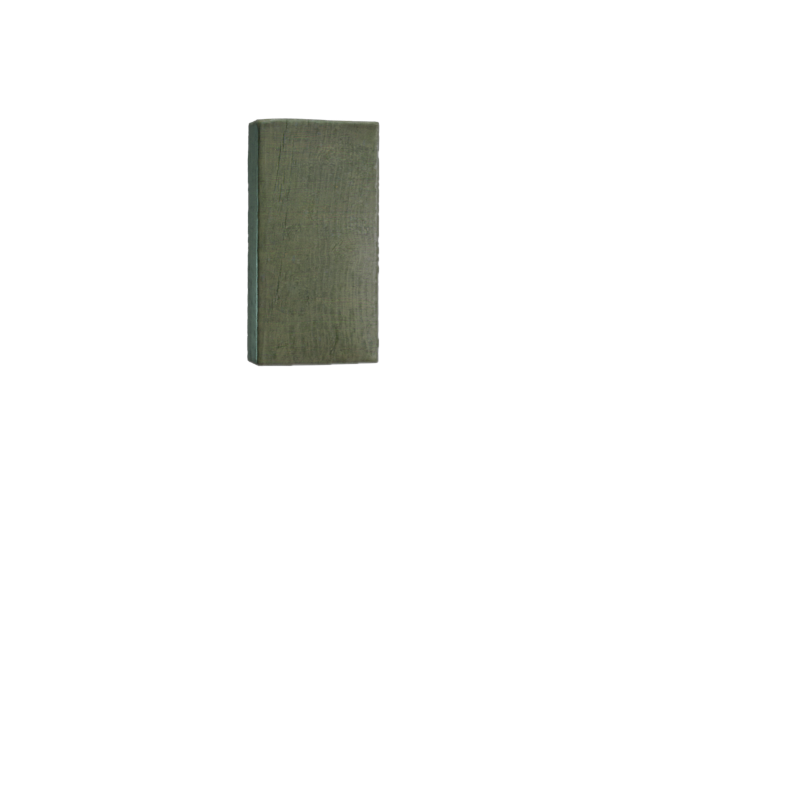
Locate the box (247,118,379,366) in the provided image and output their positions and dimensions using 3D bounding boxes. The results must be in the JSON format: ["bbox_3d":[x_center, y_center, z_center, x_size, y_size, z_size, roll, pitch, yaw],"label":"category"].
[{"bbox_3d":[-0.063,-0.115,0.807,0.091,0.175,0.049,-1,3,-15],"label":"box"}]
